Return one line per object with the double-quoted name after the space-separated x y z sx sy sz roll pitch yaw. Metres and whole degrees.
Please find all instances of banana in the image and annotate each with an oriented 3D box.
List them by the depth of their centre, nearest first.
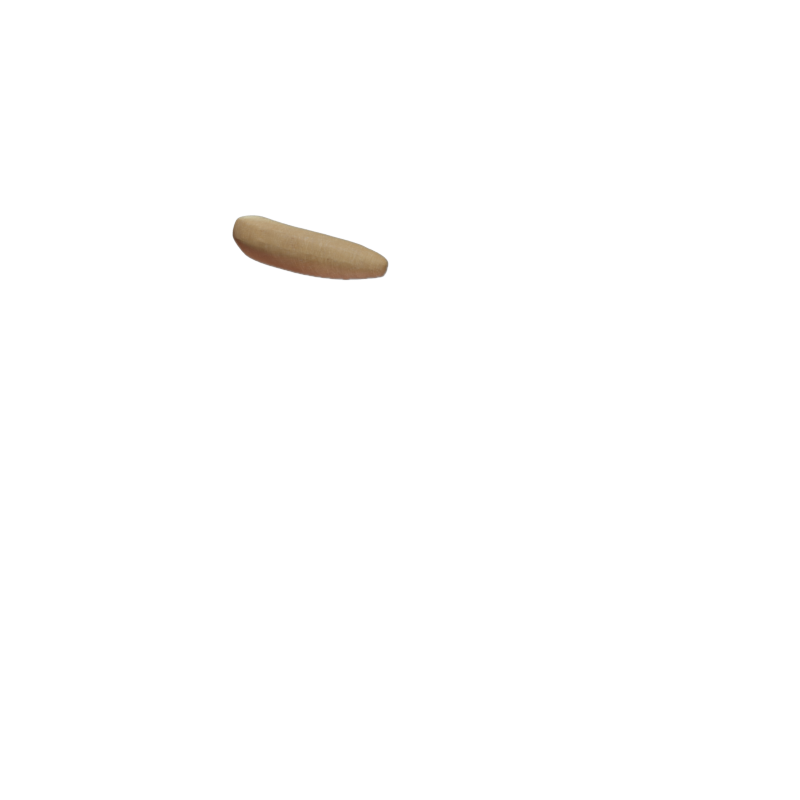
-0.092 -0.133 0.945 0.068 0.035 0.210 -12 23 -32 "banana"
